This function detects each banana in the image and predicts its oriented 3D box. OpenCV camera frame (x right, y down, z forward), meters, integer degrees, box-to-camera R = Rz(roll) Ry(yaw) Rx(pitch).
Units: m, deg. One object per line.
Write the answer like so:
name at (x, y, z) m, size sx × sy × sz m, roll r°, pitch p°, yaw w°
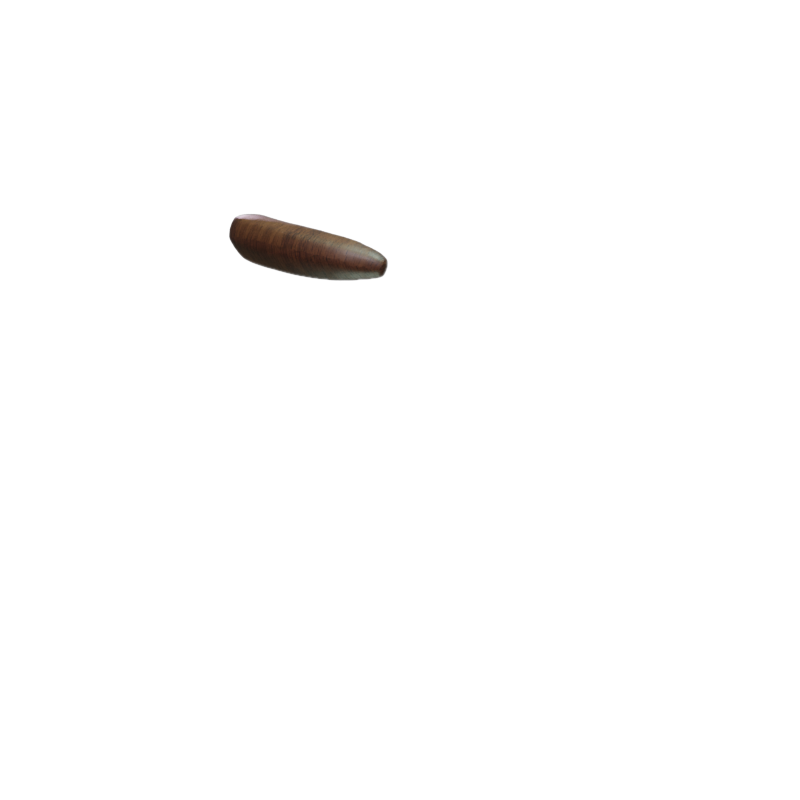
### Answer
banana at (-0.086, -0.122, 0.860) m, size 0.068 × 0.036 × 0.209 m, roll -8°, pitch 19°, yaw -28°
